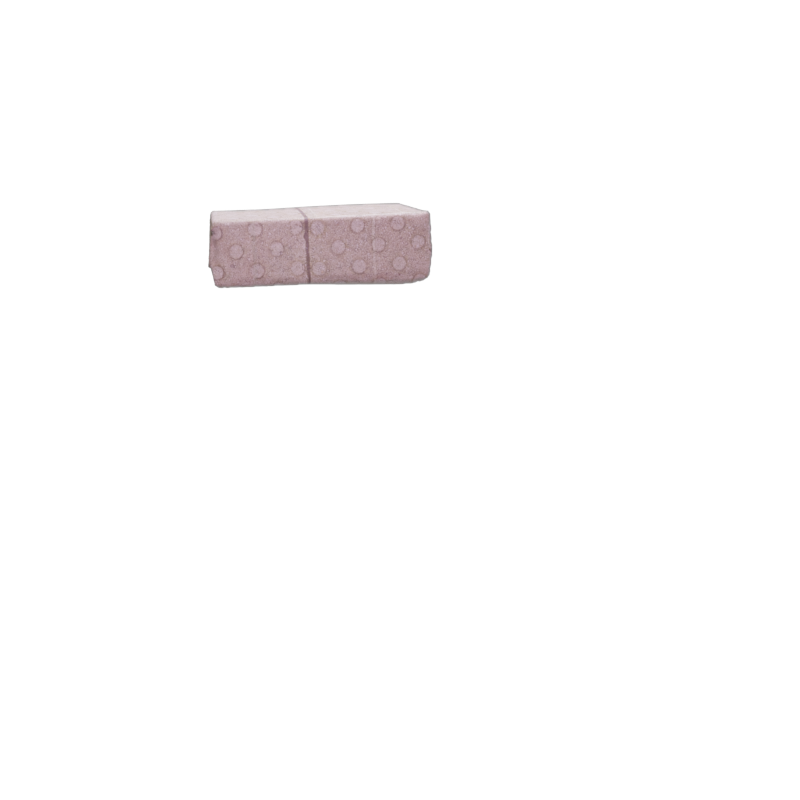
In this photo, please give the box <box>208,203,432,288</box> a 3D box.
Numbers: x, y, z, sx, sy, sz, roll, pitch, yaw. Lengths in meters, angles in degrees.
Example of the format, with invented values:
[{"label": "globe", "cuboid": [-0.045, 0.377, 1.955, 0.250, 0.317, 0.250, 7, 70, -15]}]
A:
[{"label": "box", "cuboid": [-0.047, -0.085, 0.597, 0.112, 0.038, 0.093, -2, 13, -8]}]
